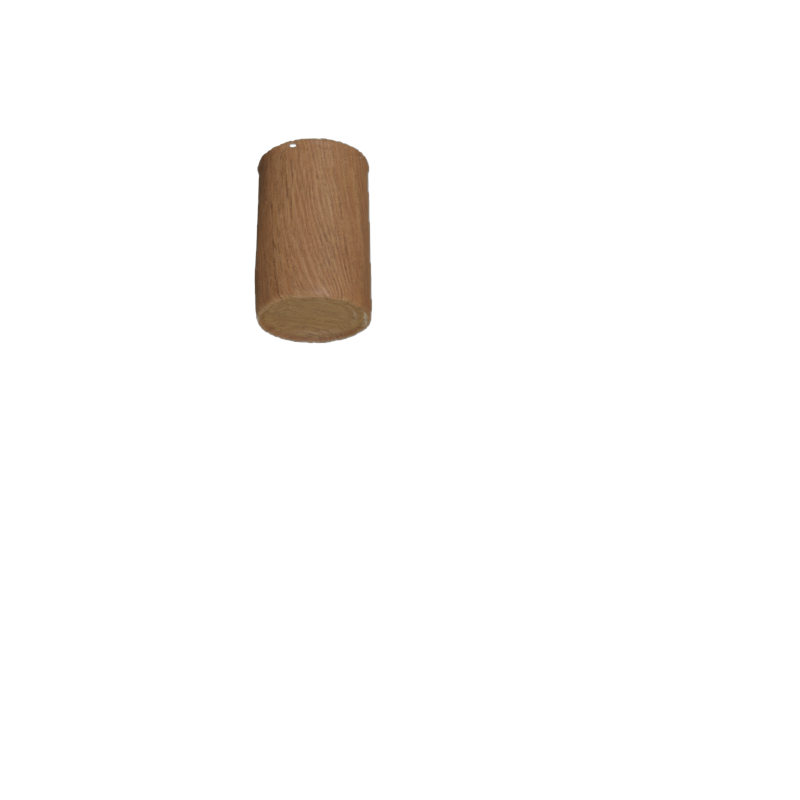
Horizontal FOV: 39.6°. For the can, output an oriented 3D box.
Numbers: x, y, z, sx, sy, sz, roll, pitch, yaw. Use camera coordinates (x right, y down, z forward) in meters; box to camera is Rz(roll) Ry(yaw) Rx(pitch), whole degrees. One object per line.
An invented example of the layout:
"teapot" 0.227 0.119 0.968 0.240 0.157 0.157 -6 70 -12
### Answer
"can" -0.051 -0.093 0.650 0.068 0.108 0.065 0 -25 -2
